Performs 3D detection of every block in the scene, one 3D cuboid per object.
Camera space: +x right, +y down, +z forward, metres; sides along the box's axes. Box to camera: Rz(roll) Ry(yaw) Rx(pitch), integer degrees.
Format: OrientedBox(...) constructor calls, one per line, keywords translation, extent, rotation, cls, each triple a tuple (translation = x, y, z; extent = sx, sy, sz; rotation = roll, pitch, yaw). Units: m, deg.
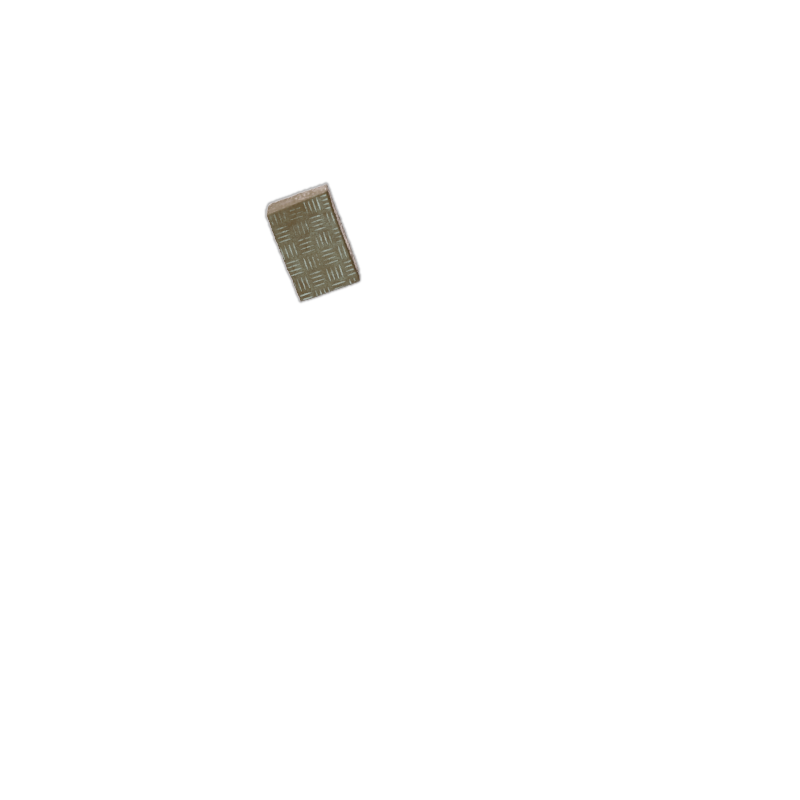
OrientedBox(translation=(-0.069, -0.126, 0.880), extent=(0.053, 0.075, 0.053), rotation=(-19, 15, 3), cls="block")
